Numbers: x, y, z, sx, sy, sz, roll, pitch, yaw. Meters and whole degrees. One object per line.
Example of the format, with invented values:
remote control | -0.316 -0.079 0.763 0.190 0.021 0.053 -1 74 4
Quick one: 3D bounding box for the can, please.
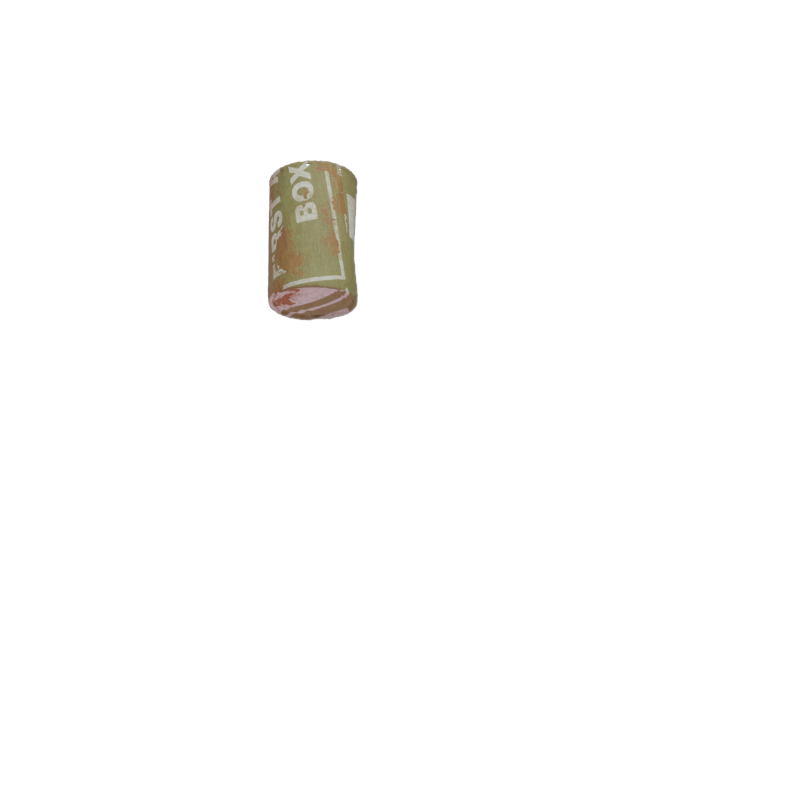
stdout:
can | -0.065 -0.118 0.829 0.068 0.108 0.065 0 -23 -2
